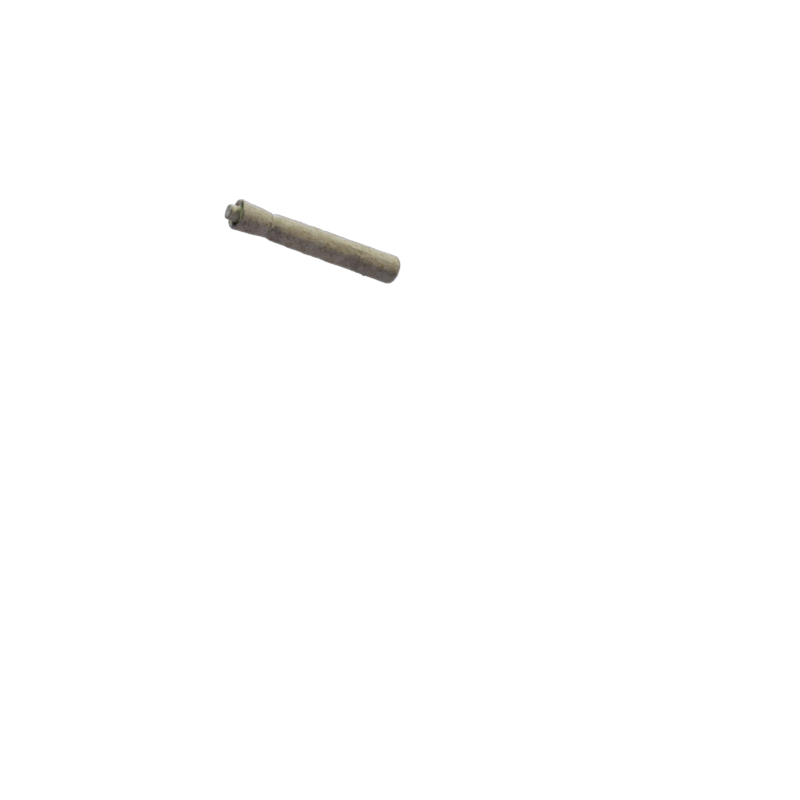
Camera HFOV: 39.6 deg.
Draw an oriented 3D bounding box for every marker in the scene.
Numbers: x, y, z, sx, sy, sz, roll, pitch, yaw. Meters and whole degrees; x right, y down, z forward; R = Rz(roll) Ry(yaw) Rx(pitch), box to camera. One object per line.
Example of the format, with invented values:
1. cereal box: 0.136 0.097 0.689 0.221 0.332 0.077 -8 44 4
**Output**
1. marker: -0.053 -0.097 0.680 0.115 0.020 0.020 16 -5 -29
